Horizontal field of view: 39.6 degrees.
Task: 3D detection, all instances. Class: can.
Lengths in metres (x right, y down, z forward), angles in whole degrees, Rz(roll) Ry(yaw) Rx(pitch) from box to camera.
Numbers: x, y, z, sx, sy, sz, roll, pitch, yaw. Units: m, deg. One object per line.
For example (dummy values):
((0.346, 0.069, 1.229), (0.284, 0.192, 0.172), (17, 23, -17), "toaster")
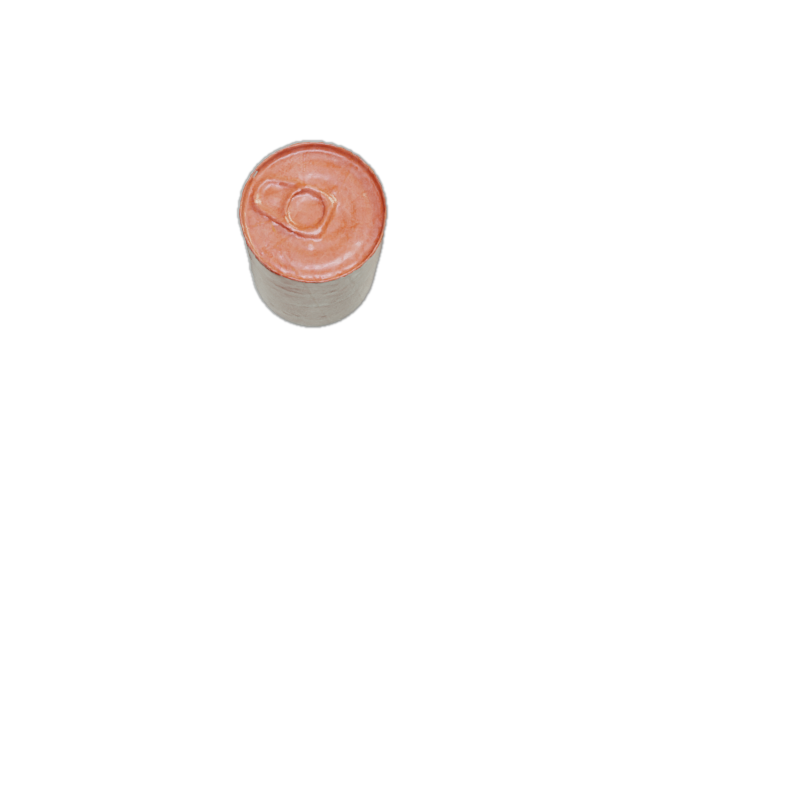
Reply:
((-0.043, -0.079, 0.552), (0.068, 0.071, 0.099), (0, -11, -3), "can")
